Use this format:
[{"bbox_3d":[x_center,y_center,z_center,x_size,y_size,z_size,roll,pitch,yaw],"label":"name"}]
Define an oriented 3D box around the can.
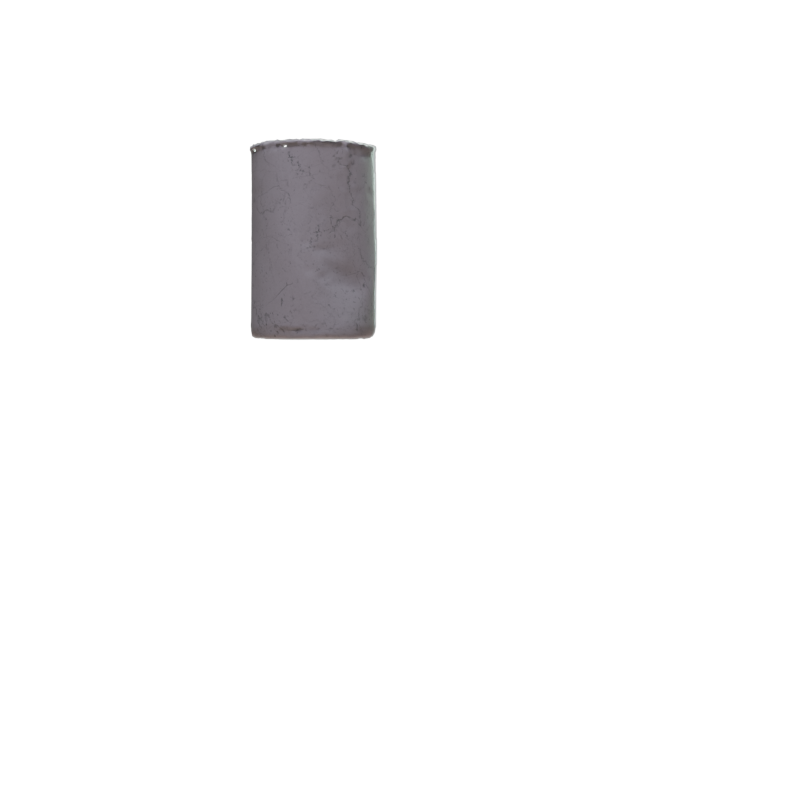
[{"bbox_3d":[-0.046,-0.085,0.592,0.068,0.103,0.068,0,0,-2],"label":"can"}]
